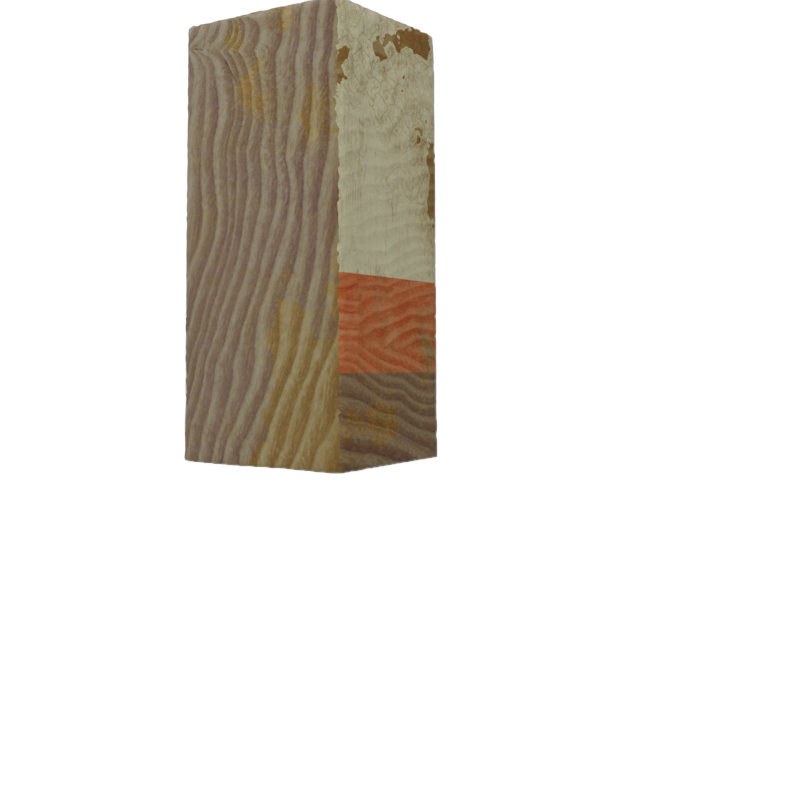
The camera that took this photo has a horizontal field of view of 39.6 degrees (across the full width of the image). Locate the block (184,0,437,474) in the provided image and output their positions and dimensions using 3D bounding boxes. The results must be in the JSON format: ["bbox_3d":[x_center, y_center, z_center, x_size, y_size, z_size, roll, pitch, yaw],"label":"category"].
[{"bbox_3d":[-0.041,-0.076,0.532,0.093,0.208,0.087,-3,-4,34],"label":"block"}]
